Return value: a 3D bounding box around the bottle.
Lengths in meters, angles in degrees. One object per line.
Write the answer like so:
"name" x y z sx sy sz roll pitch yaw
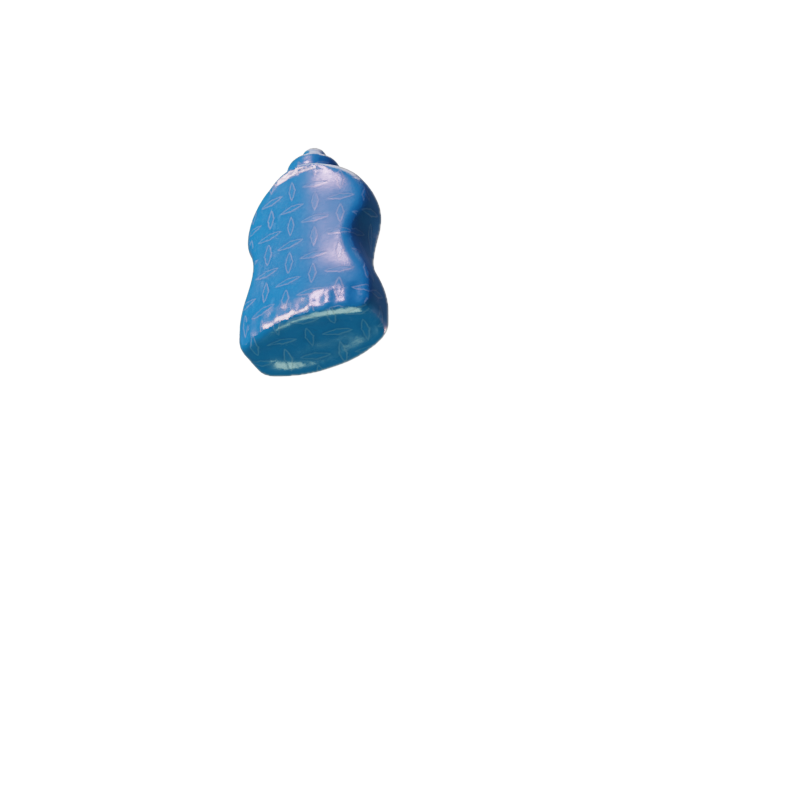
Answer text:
"bottle" -0.060 -0.110 0.770 0.096 0.206 0.054 -21 -45 18
